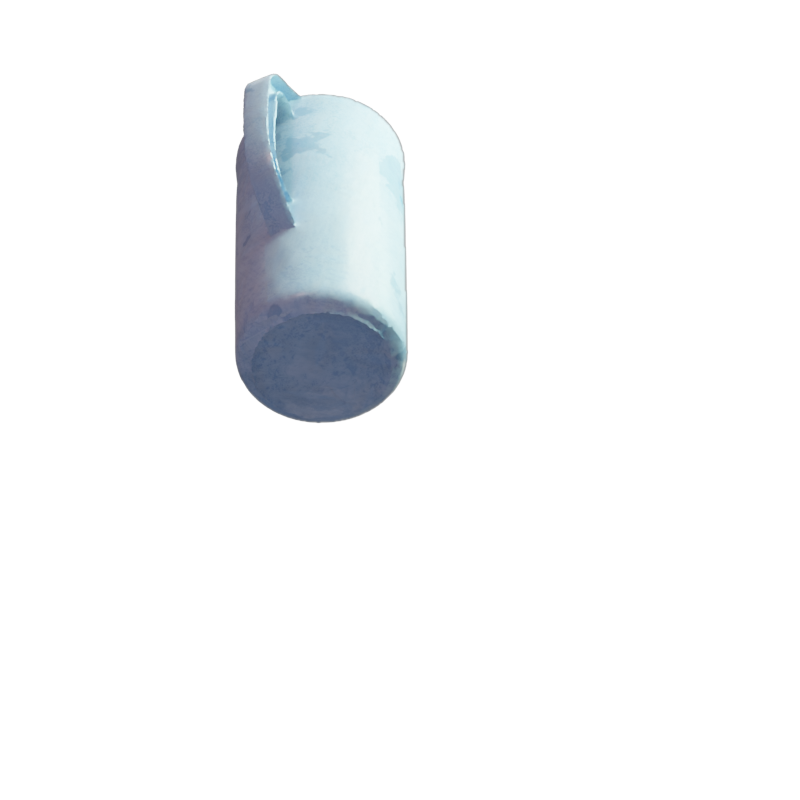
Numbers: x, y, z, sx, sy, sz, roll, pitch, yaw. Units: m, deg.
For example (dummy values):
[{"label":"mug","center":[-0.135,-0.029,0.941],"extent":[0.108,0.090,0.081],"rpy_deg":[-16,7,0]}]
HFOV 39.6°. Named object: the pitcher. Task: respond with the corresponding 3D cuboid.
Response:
[{"label":"pitcher","center":[-0.061,-0.111,0.775],"extent":[0.145,0.139,0.260],"rpy_deg":[16,37,-16]}]
